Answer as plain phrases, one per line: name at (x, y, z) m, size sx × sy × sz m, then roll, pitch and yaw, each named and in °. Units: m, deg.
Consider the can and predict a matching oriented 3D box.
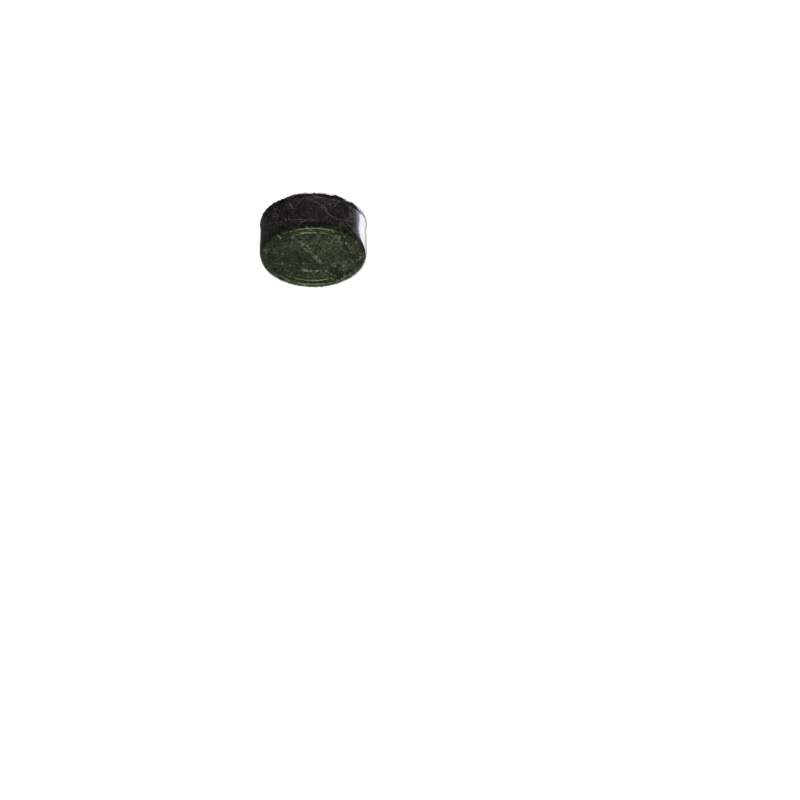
can at (-0.069, -0.125, 0.879) m, size 0.086 × 0.036 × 0.080 m, roll 1°, pitch -31°, yaw -2°
